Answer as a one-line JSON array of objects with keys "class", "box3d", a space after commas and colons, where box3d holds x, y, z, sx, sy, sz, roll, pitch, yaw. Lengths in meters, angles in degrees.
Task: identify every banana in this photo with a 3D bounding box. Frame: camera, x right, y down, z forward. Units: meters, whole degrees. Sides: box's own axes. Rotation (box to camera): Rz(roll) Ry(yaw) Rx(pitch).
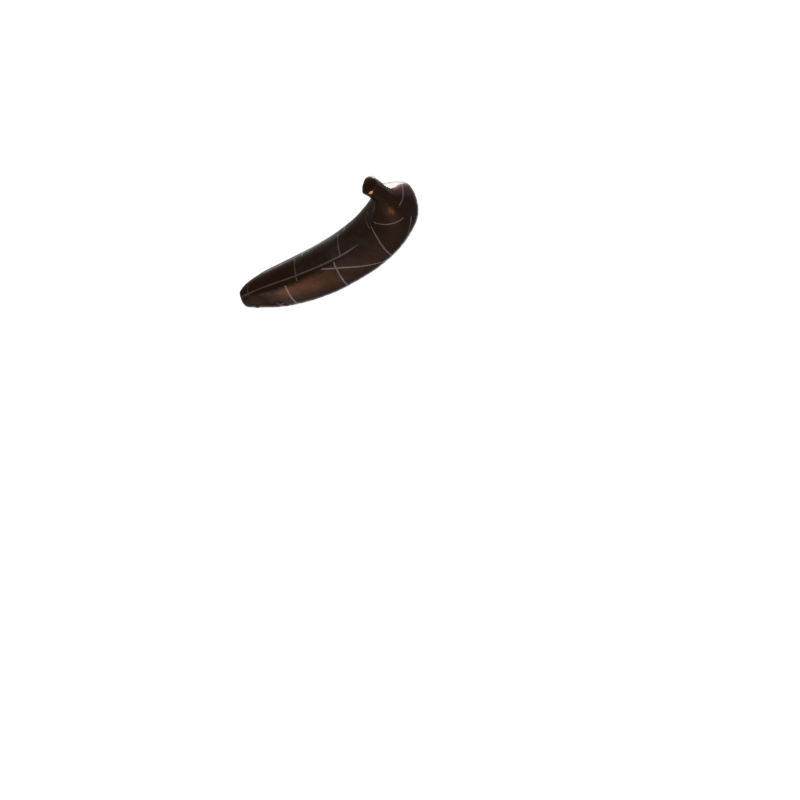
[{"class": "banana", "box3d": [-0.042, -0.107, 0.770, 0.066, 0.039, 0.195, 13, -26, -29]}]
